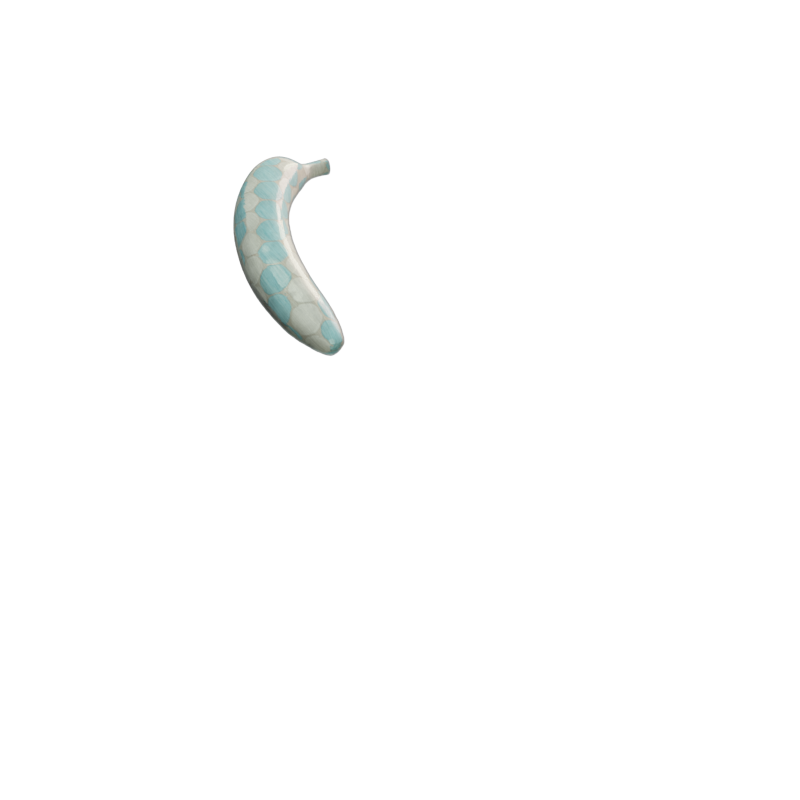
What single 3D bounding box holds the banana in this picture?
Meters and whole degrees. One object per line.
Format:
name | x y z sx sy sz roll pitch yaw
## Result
banana | -0.076 -0.107 0.736 0.069 0.213 0.034 -3 -44 -4
